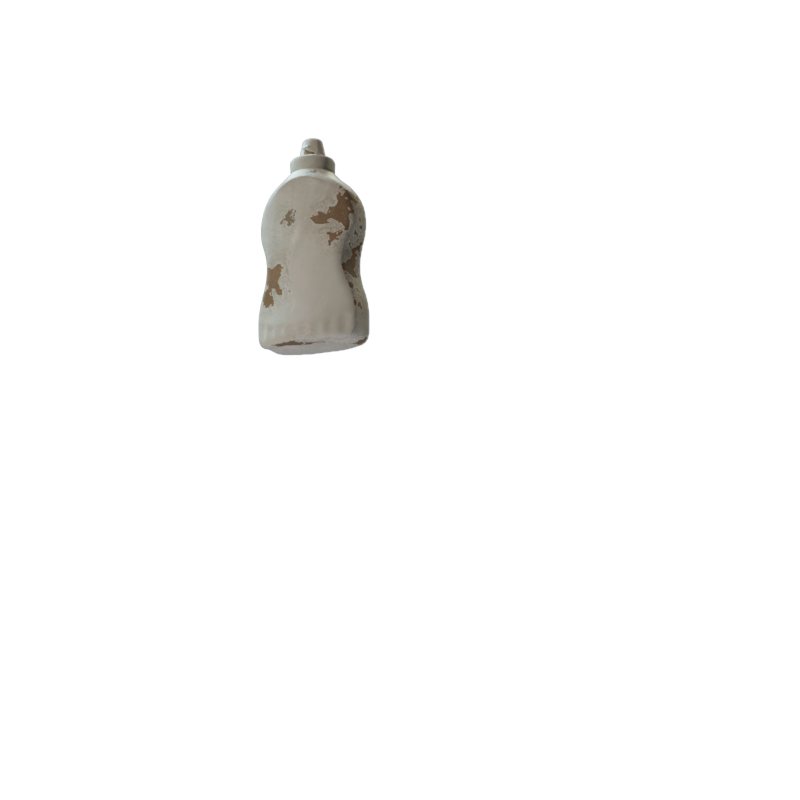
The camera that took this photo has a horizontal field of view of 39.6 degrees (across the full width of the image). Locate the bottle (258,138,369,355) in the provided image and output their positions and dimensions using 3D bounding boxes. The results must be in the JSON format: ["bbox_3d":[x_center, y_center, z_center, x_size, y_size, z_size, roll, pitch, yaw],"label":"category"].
[{"bbox_3d":[-0.077,-0.140,0.978,0.098,0.200,0.055,-10,-19,27],"label":"bottle"}]
